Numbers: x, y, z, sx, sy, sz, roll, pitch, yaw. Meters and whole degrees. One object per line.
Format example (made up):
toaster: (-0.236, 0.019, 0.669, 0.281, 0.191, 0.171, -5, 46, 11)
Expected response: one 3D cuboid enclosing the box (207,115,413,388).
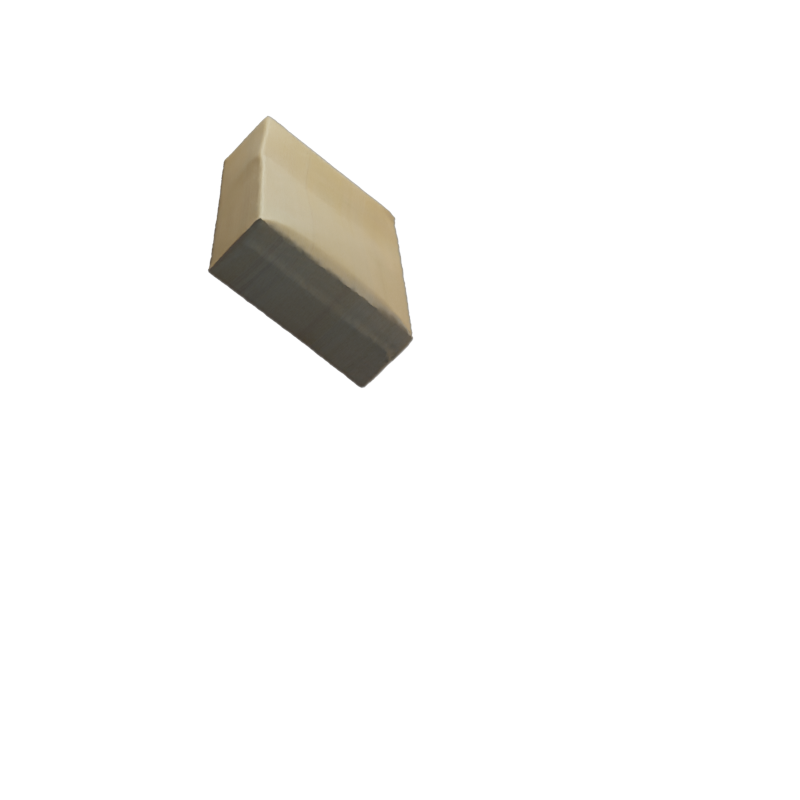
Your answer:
box: (-0.073, -0.134, 0.938, 0.156, 0.071, 0.228, 36, 24, -23)
